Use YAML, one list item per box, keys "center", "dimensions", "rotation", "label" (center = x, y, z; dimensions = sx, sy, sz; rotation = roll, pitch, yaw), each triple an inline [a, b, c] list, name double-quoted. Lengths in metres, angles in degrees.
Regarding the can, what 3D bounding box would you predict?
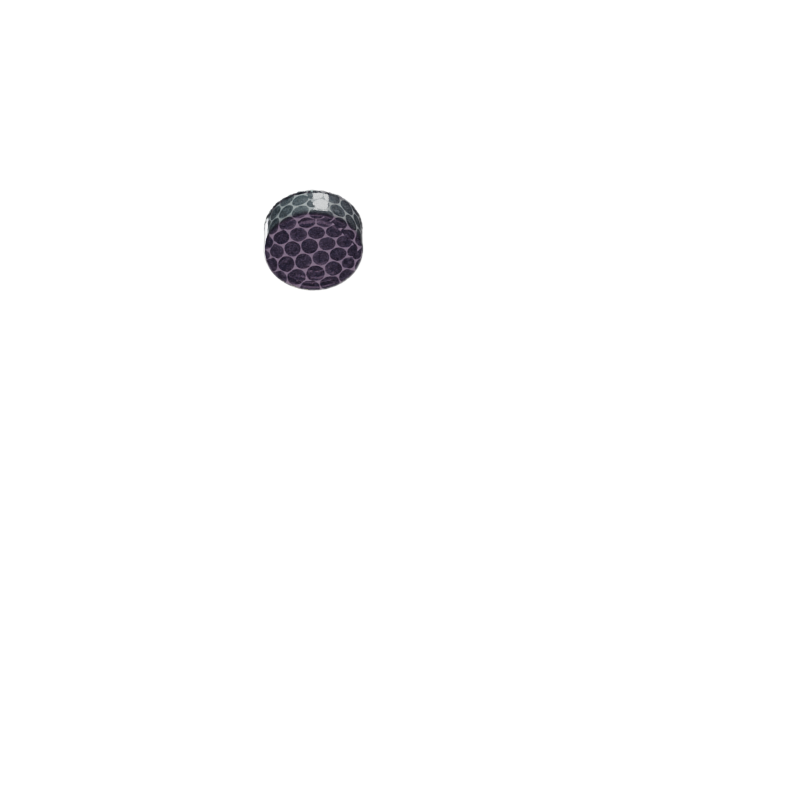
- center: [-0.074, -0.135, 0.947]
  dimensions: [0.086, 0.080, 0.036]
  rotation: [1, 41, -1]
  label: "can"
